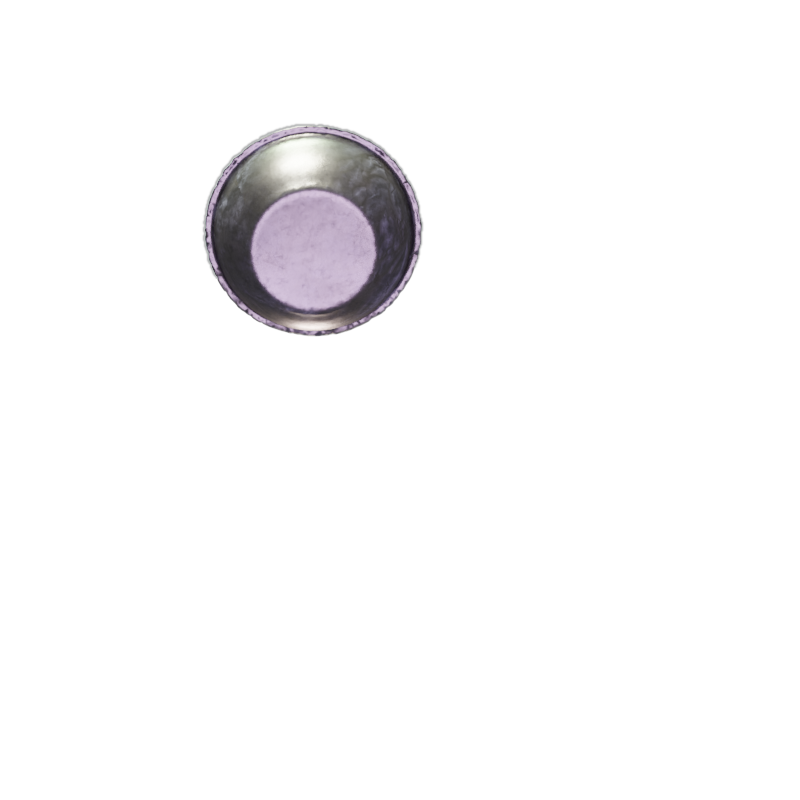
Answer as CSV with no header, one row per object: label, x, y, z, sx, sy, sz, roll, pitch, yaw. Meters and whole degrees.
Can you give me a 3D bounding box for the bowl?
bowl,-0.063,-0.114,0.799,0.162,0.156,0.057,0,16,-1
